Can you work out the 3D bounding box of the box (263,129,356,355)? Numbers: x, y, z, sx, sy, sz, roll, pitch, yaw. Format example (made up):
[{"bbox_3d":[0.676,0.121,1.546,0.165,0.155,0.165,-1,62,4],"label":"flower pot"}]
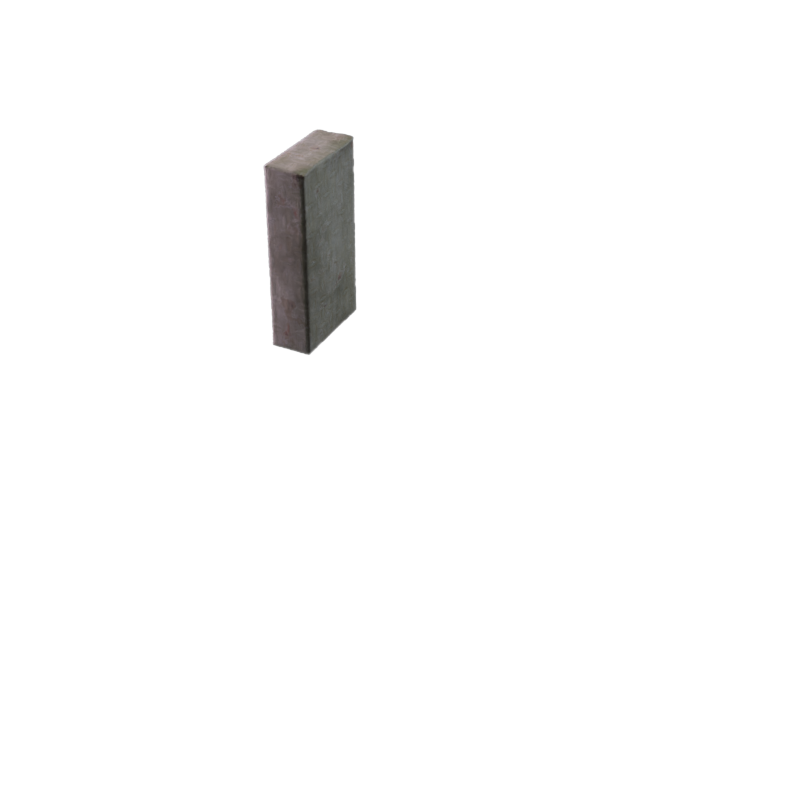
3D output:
[{"bbox_3d":[-0.076,-0.139,0.976,0.050,0.166,0.095,16,34,21],"label":"box"}]
